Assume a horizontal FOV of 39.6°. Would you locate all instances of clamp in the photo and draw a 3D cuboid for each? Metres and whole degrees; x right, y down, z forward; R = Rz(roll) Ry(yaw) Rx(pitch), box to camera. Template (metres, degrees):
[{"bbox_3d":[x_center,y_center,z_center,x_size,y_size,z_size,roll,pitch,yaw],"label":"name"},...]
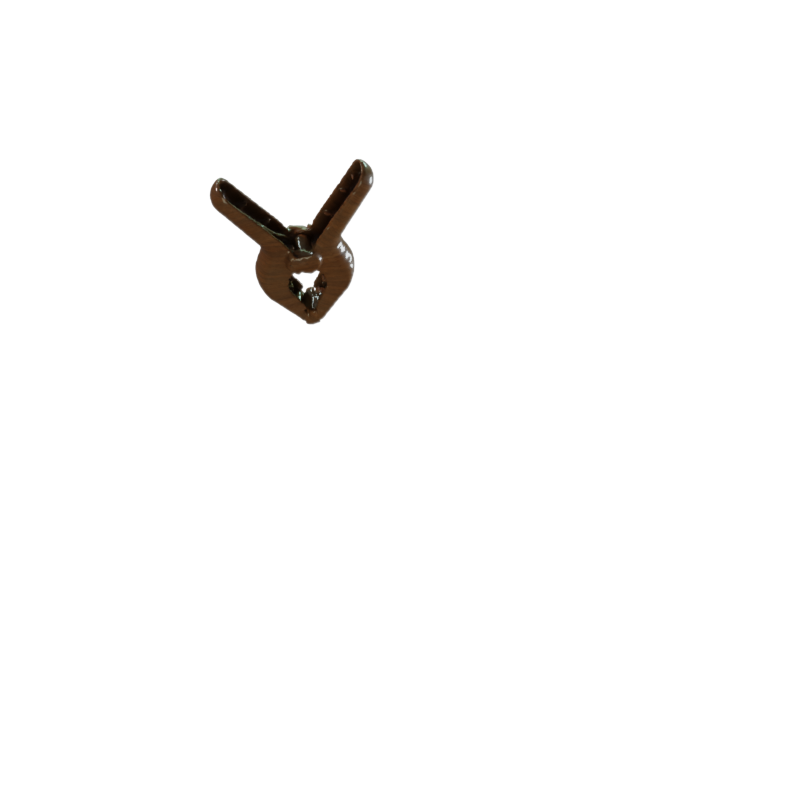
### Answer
[{"bbox_3d":[-0.068,-0.124,0.866,0.121,0.042,0.158,-7,-34,10],"label":"clamp"}]
